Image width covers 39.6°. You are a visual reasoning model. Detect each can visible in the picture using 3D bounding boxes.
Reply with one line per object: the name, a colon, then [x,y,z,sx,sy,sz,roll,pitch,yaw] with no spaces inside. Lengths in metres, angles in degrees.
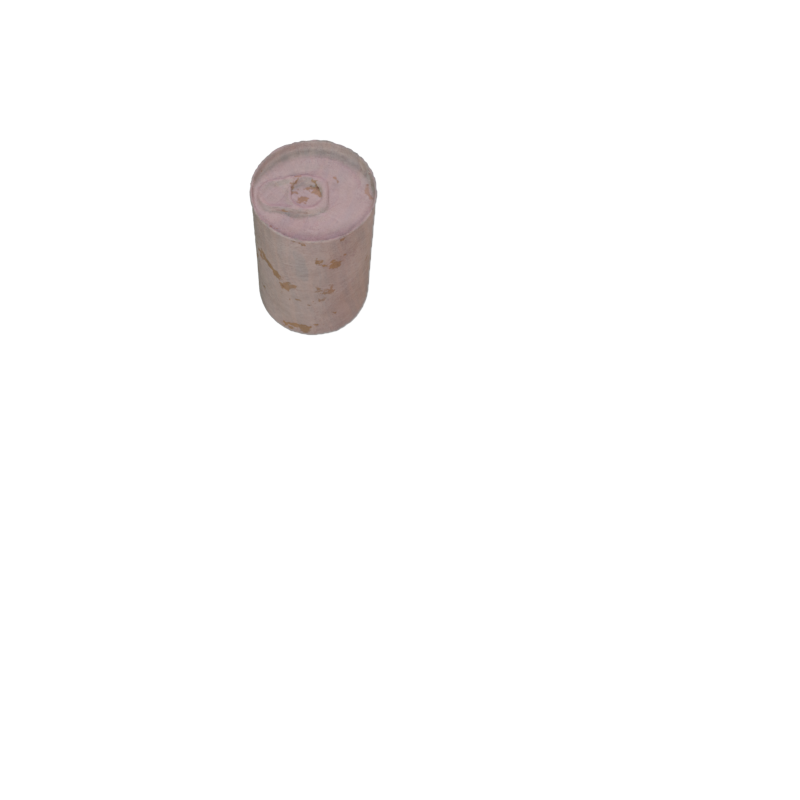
can: [-0.049,-0.090,0.629,0.068,0.073,0.096,0,-29,-3]
